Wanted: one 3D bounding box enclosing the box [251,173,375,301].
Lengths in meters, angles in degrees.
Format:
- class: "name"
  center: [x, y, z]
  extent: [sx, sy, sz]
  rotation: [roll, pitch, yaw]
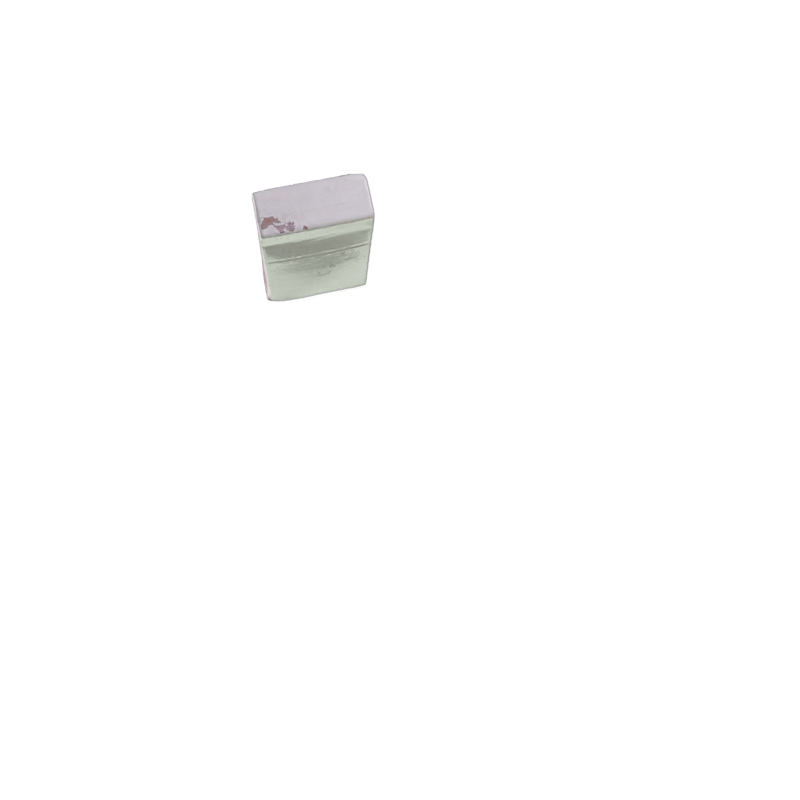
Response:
- class: "box"
  center: [-0.073, -0.134, 0.934]
  extent: [0.093, 0.050, 0.169]
  rotation: [-11, -14, -7]
